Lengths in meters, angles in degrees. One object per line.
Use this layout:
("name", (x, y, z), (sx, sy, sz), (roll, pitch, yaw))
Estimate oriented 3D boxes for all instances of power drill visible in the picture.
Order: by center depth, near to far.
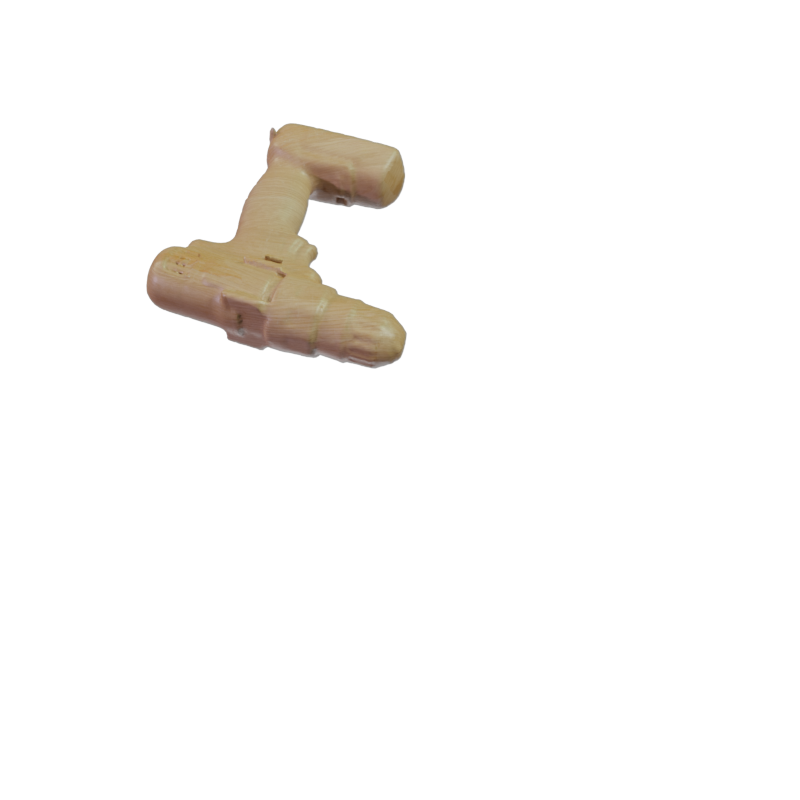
("power drill", (-0.062, -0.112, 0.787), (0.190, 0.196, 0.053), (16, -40, 14))
